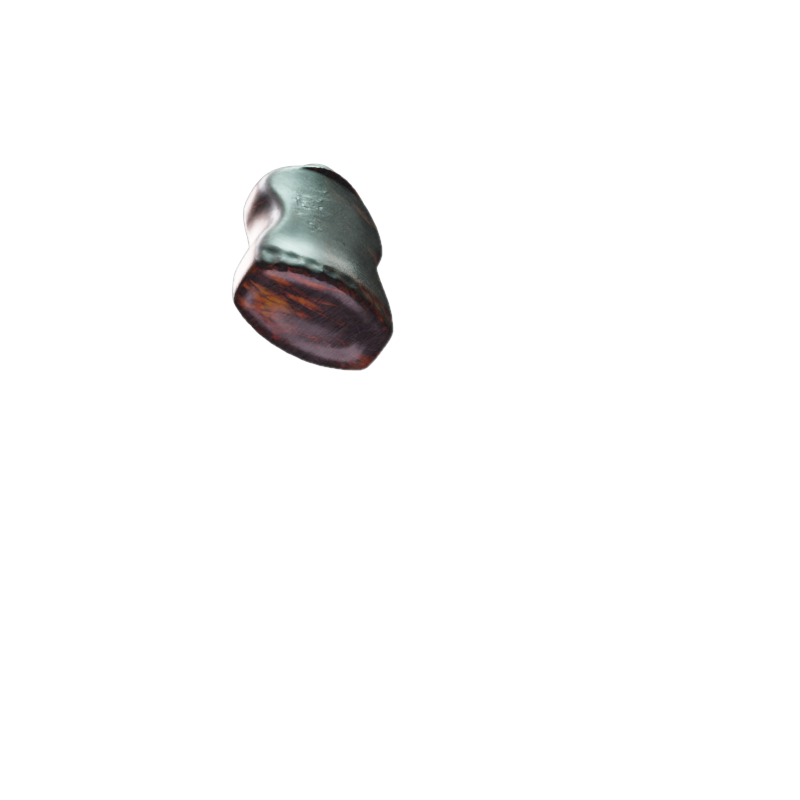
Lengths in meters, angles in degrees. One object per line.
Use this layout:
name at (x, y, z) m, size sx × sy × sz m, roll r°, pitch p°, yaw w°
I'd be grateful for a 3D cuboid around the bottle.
bottle at (-0.056, -0.102, 0.715) m, size 0.093 × 0.057 × 0.204 m, roll 24°, pitch 29°, yaw -19°
